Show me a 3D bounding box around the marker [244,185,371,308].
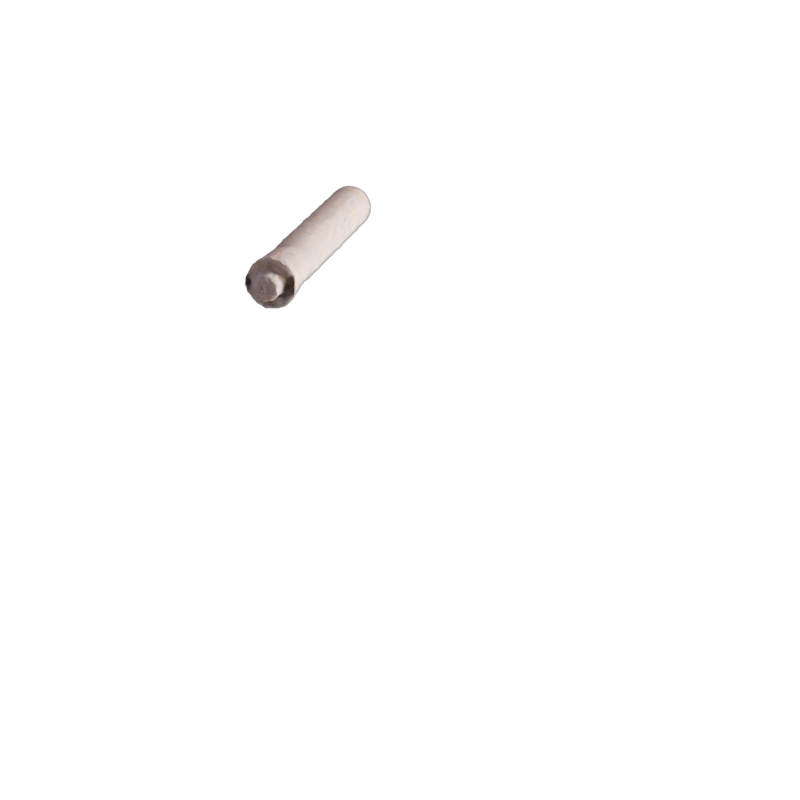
[{"bbox_3d":[-0.034,-0.062,0.435,0.020,0.019,0.124,0,23,12],"label":"marker"}]
